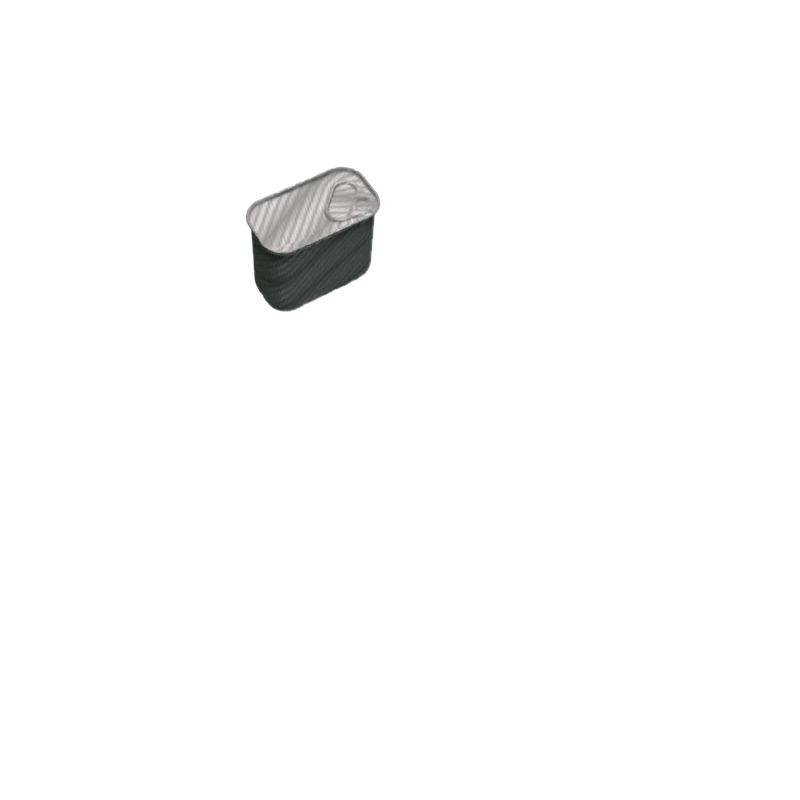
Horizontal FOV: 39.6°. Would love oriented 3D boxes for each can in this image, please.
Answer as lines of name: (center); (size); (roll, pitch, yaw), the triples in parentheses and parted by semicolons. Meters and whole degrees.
can: (-0.069, -0.126, 0.880); (0.102, 0.062, 0.078); (-27, -28, -18)
